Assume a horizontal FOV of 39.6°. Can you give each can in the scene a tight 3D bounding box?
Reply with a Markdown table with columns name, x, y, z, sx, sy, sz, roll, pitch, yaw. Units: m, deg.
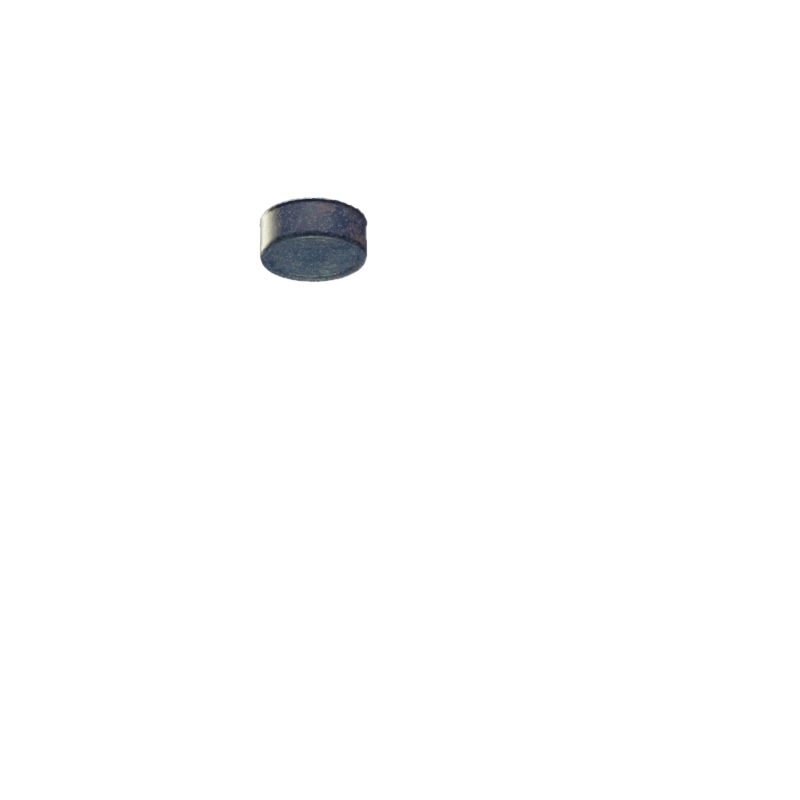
| name | x | y | z | sx | sy | sz | roll | pitch | yaw |
| --- | --- | --- | --- | --- | --- | --- | --- | --- | --- |
| can | -0.068 | -0.125 | 0.875 | 0.086 | 0.035 | 0.082 | 0 | -21 | -2 |
